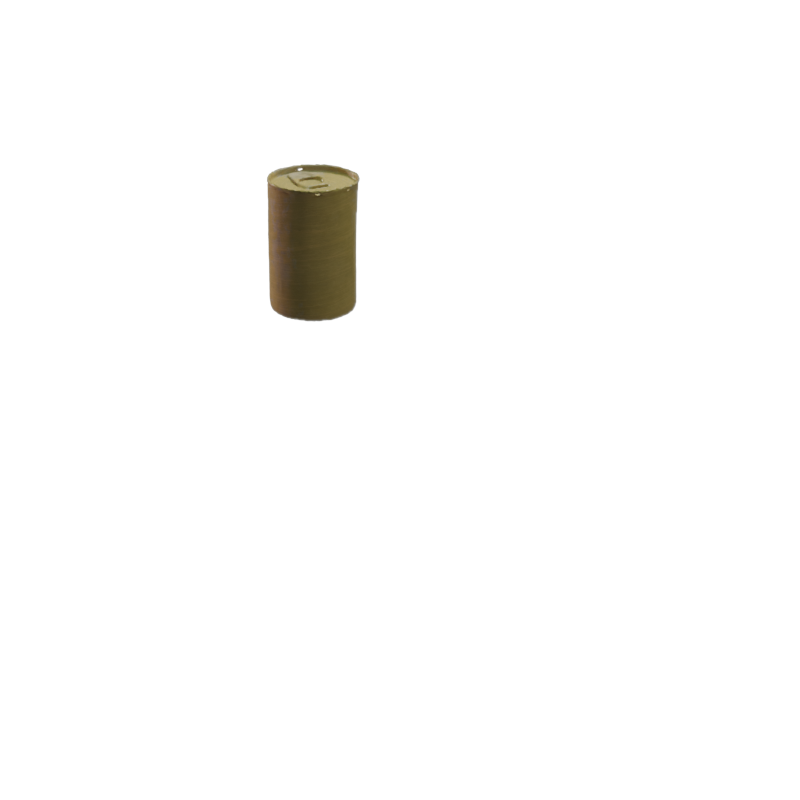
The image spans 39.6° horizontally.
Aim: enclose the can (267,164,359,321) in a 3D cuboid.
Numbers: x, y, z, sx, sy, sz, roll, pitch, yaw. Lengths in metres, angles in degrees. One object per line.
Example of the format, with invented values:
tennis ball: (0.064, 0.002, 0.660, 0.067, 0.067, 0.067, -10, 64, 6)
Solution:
can: (-0.065, -0.118, 0.829, 0.068, 0.097, 0.072, 0, 24, -2)
